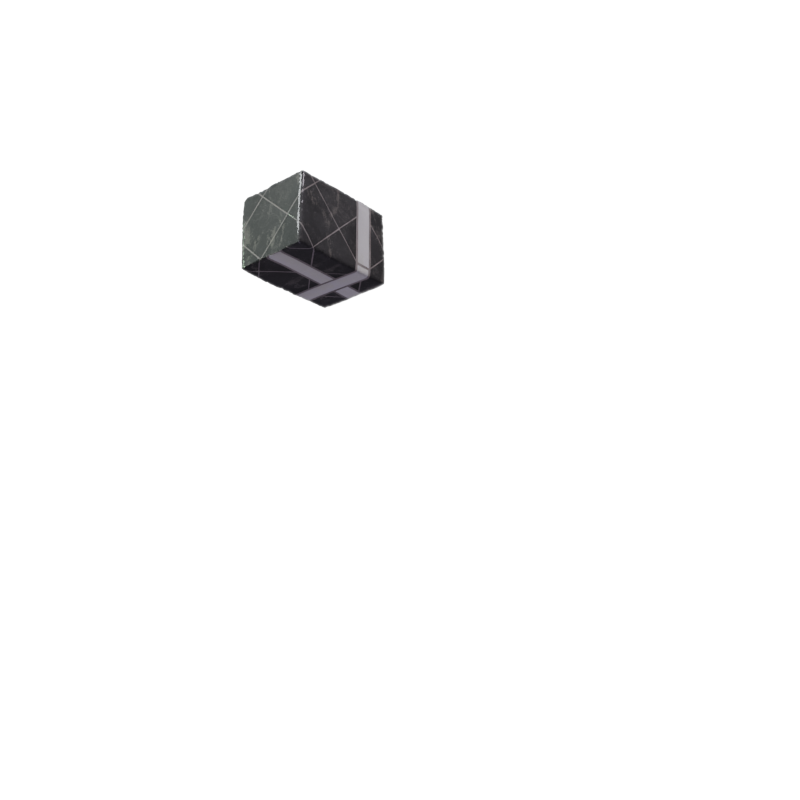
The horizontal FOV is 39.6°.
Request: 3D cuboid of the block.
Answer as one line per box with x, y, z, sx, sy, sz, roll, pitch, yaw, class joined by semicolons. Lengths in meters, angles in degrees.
-0.054;-0.099;0.693;0.053;0.054;0.073;-21;-31;36;block
